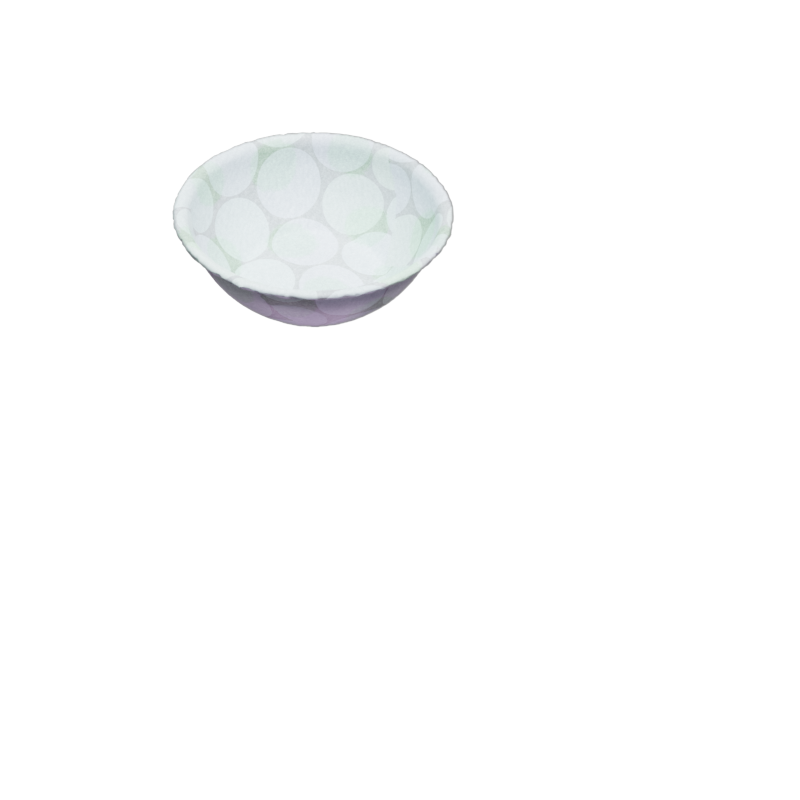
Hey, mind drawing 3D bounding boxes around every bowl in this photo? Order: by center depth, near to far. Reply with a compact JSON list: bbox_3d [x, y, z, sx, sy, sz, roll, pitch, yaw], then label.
[{"bbox_3d":[-0.051,-0.094,0.656,0.162,0.051,0.174,-1,42,-1],"label":"bowl"}]
